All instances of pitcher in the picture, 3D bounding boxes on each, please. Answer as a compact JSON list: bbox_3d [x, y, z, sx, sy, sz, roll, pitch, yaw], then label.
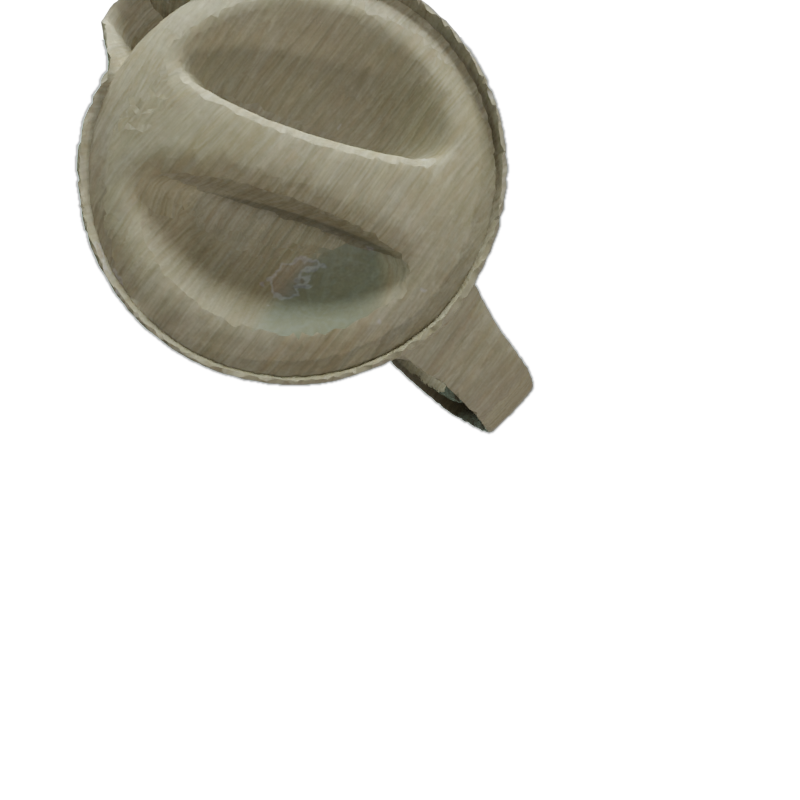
[{"bbox_3d":[-0.035,-0.064,0.452,0.144,0.151,0.241,0,-2,-3],"label":"pitcher"}]
